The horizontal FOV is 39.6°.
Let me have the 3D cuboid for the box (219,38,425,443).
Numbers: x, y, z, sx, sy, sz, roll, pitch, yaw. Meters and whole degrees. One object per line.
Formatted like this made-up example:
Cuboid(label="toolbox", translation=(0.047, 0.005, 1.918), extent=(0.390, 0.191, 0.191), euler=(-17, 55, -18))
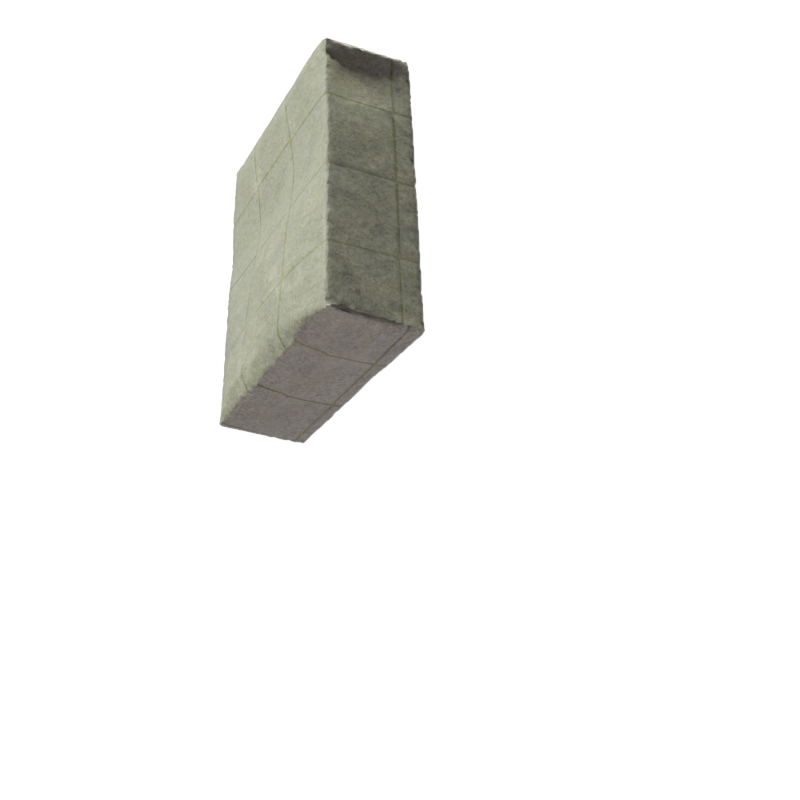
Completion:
Cuboid(label="box", translation=(-0.057, -0.104, 0.731), extent=(0.069, 0.228, 0.160), euler=(15, -35, -25))
